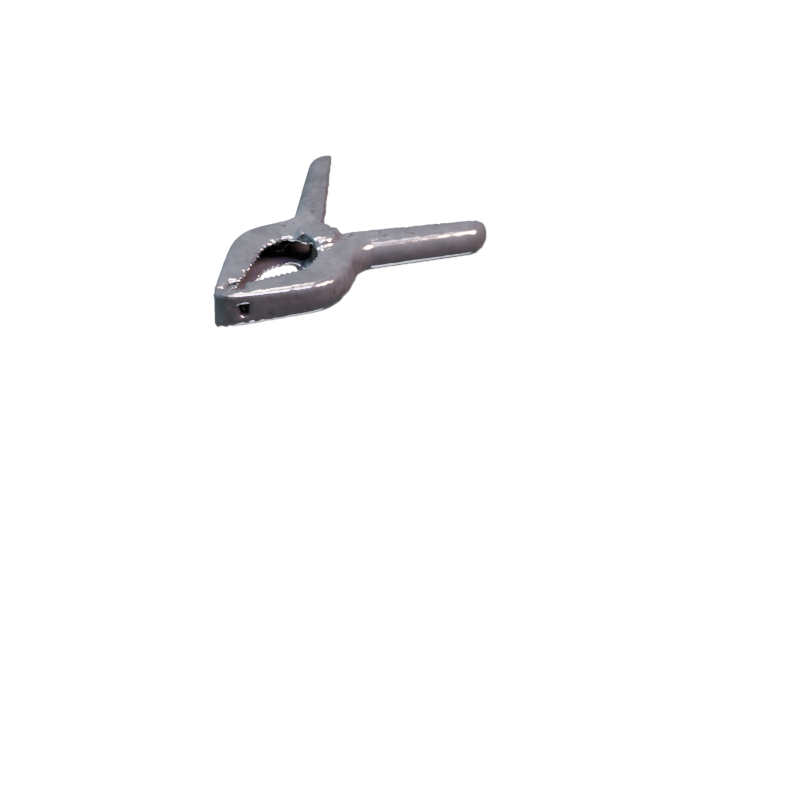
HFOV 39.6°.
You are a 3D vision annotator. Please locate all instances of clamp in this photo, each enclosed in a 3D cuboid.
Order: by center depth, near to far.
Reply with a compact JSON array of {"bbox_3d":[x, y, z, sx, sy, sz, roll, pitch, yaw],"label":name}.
[{"bbox_3d":[-0.064,-0.116,0.812,0.210,0.034,0.176,-31,47,-33],"label":"clamp"}]
